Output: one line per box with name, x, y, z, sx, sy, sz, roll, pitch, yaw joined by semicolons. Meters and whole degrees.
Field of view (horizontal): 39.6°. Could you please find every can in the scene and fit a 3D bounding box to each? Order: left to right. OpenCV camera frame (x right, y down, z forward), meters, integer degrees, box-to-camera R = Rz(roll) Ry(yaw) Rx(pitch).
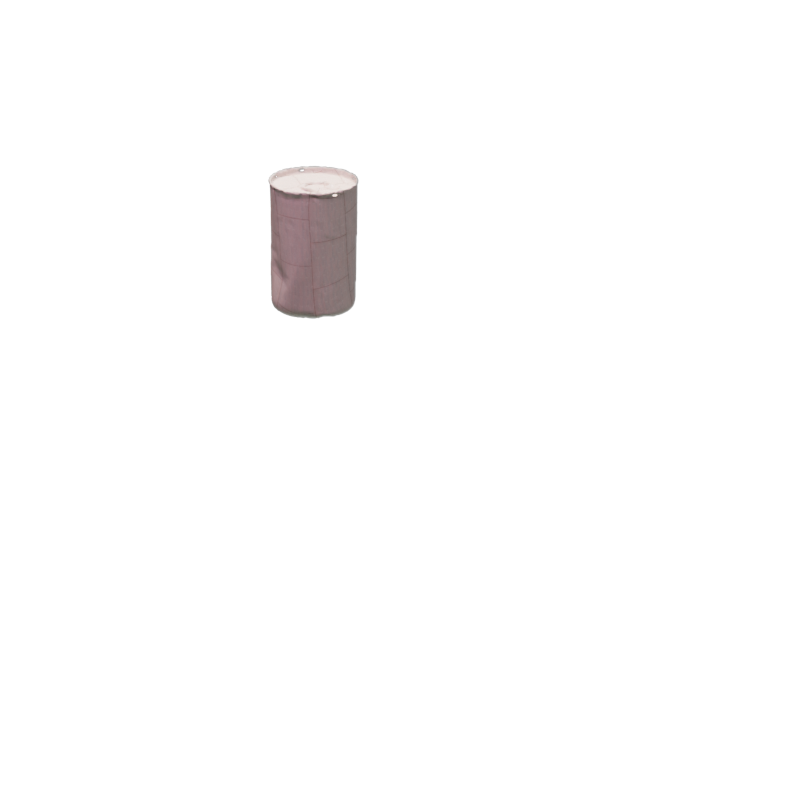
can;-0.067;-0.122;0.853;0.068;0.097;0.072;0;24;-2
